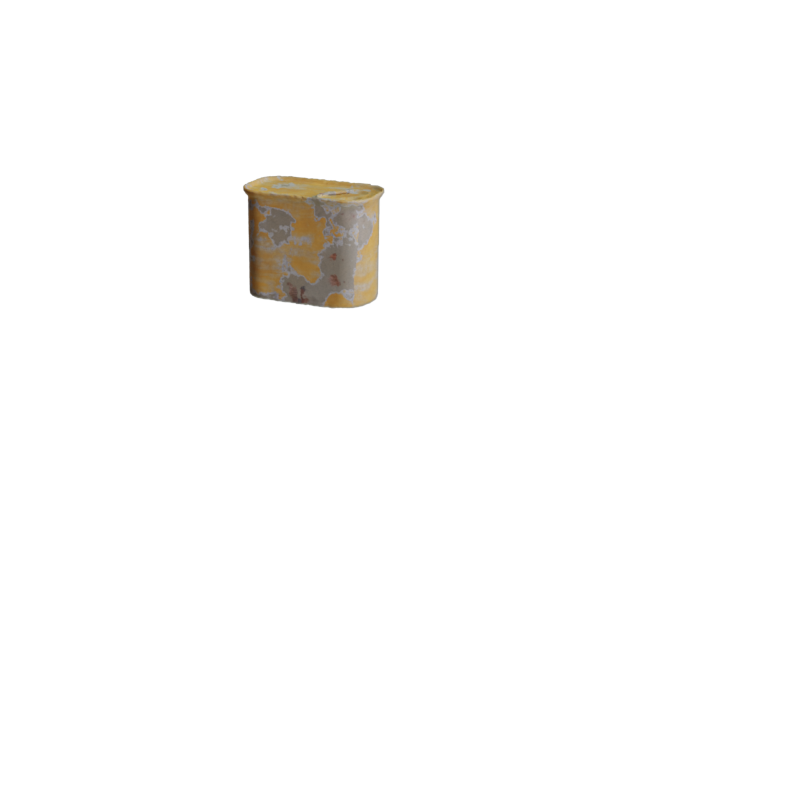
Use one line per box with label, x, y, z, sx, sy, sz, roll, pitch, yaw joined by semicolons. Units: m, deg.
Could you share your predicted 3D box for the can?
can;-0.064;-0.118;0.824;0.105;0.081;0.058;9;20;21
